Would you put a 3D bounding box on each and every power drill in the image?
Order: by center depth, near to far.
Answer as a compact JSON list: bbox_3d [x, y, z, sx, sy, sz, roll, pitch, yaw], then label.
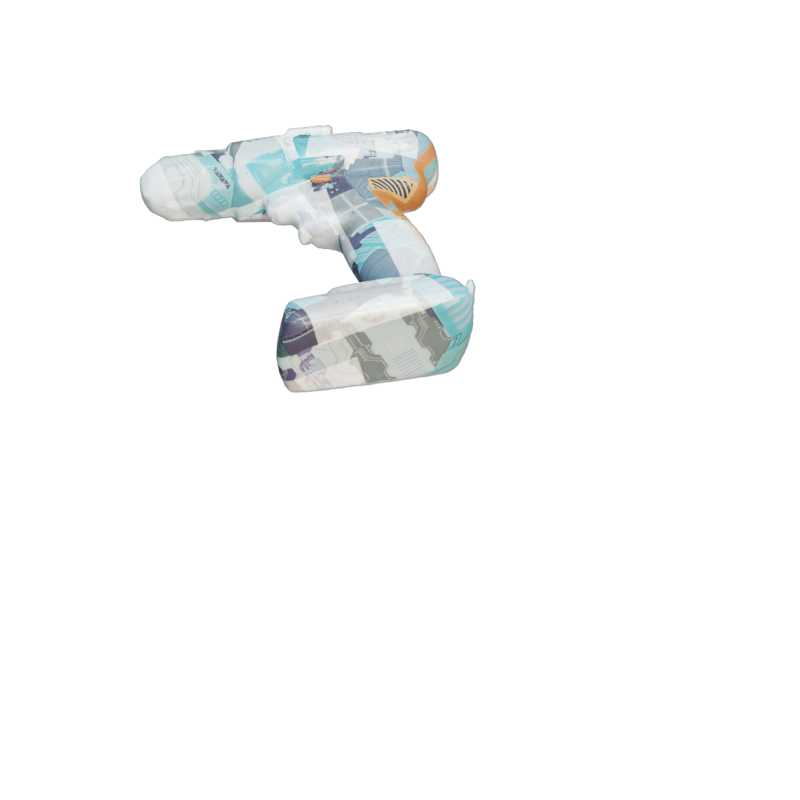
[{"bbox_3d":[-0.049,-0.090,0.631,0.183,0.053,0.203,-9,45,-10],"label":"power drill"}]
